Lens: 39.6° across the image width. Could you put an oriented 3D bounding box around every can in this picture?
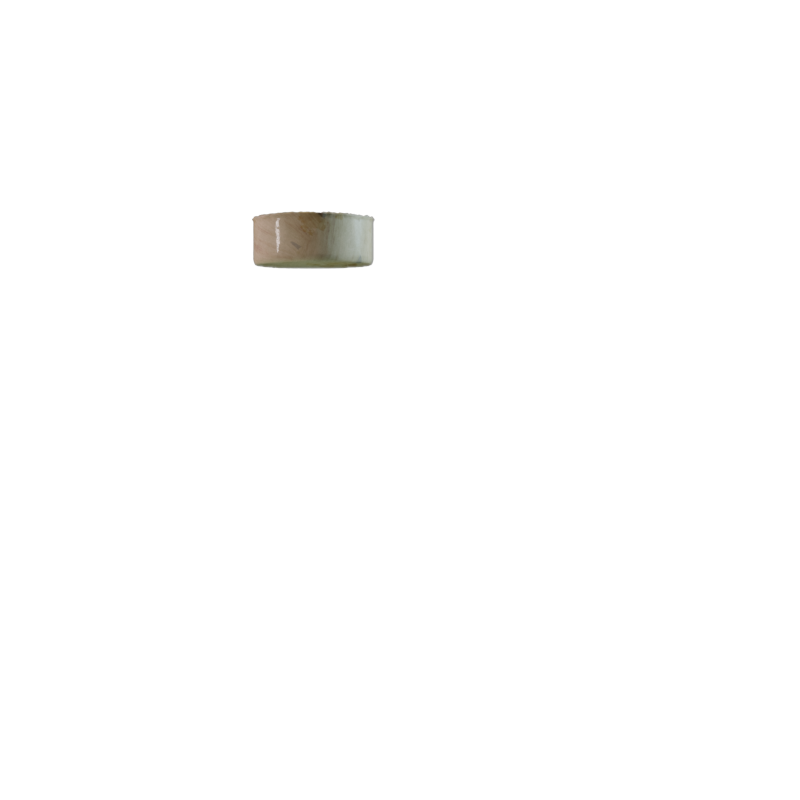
[{"bbox_3d":[-0.061,-0.111,0.776,0.086,0.034,0.086,0,2,-2],"label":"can"}]
